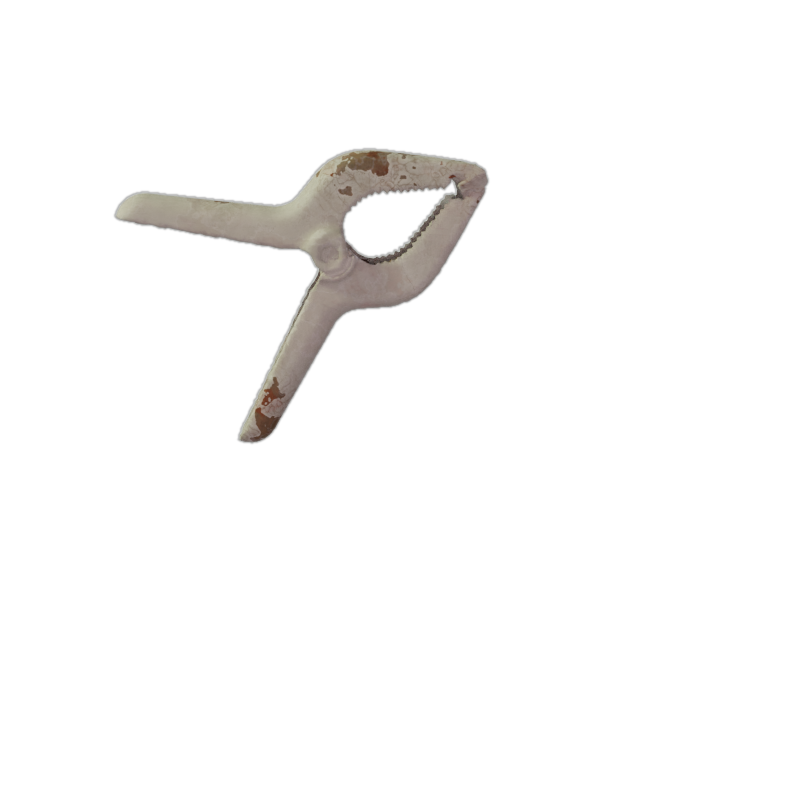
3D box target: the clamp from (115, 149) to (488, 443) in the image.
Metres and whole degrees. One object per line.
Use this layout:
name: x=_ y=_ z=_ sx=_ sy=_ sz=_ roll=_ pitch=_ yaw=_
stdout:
clamp: x=-0.051 y=-0.093 z=0.649 sx=0.209 sy=0.161 sz=0.037 roll=-34 pitch=9 yaw=6
